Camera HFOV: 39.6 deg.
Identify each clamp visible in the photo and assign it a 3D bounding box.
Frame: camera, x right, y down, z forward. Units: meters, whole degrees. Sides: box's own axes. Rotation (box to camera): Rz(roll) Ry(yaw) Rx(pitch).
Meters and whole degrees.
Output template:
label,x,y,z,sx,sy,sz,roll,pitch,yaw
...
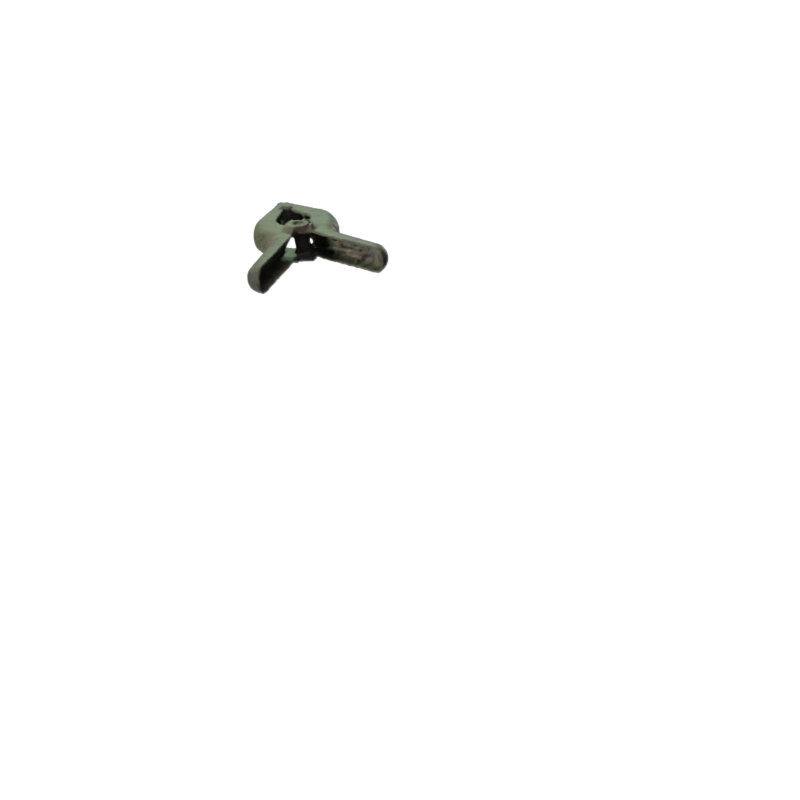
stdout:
label,x,y,z,sx,sy,sz,roll,pitch,yaw
clamp,-0.078,-0.142,0.995,0.119,0.037,0.182,-3,29,-6
